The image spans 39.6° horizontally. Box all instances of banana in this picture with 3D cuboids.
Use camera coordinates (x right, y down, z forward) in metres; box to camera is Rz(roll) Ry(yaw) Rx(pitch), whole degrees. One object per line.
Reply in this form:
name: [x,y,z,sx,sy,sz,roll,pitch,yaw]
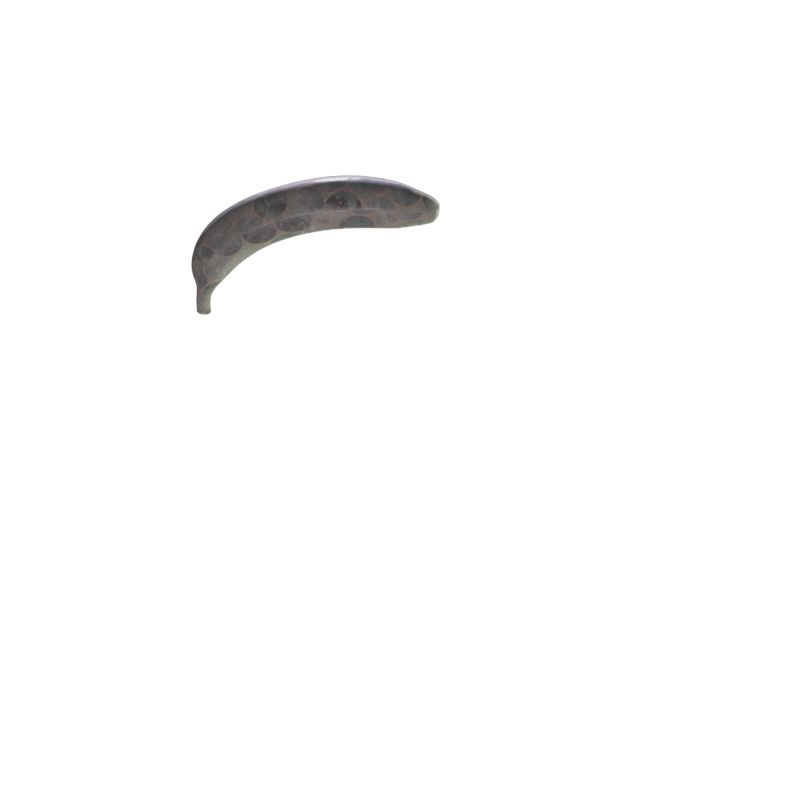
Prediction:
banana: [-0.074,-0.124,0.788,0.199,0.039,0.064,-19,-48,17]
